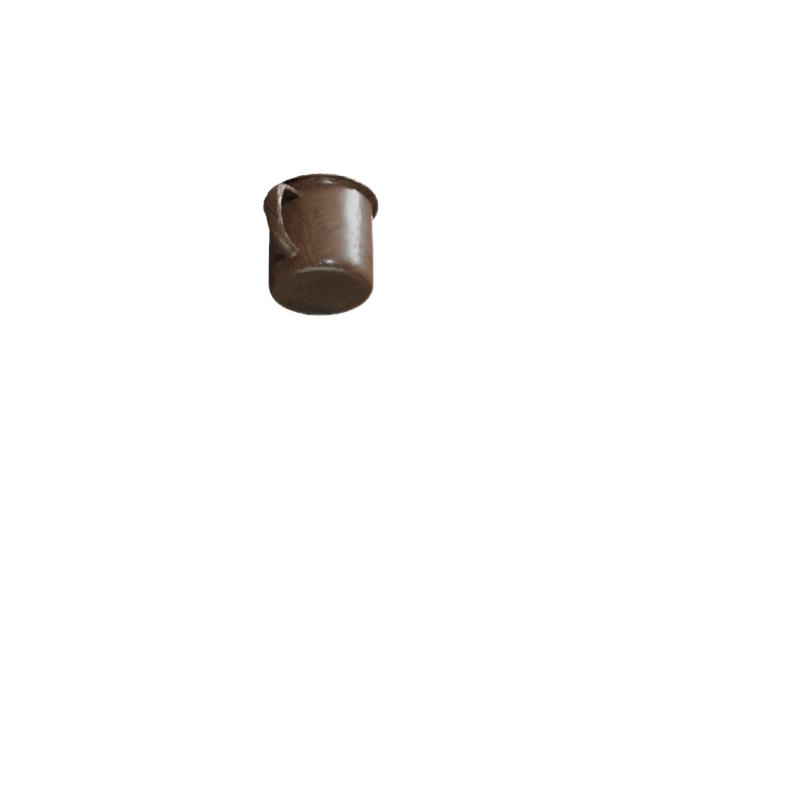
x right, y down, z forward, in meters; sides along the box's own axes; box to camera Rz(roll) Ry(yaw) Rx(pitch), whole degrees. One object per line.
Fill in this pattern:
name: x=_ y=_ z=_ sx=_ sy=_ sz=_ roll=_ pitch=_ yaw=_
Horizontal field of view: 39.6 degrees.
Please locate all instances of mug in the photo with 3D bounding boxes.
mug: x=-0.068 y=-0.123 z=0.863 sx=0.094 sy=0.087 sz=0.108 roll=-14 pitch=-30 yaw=24
